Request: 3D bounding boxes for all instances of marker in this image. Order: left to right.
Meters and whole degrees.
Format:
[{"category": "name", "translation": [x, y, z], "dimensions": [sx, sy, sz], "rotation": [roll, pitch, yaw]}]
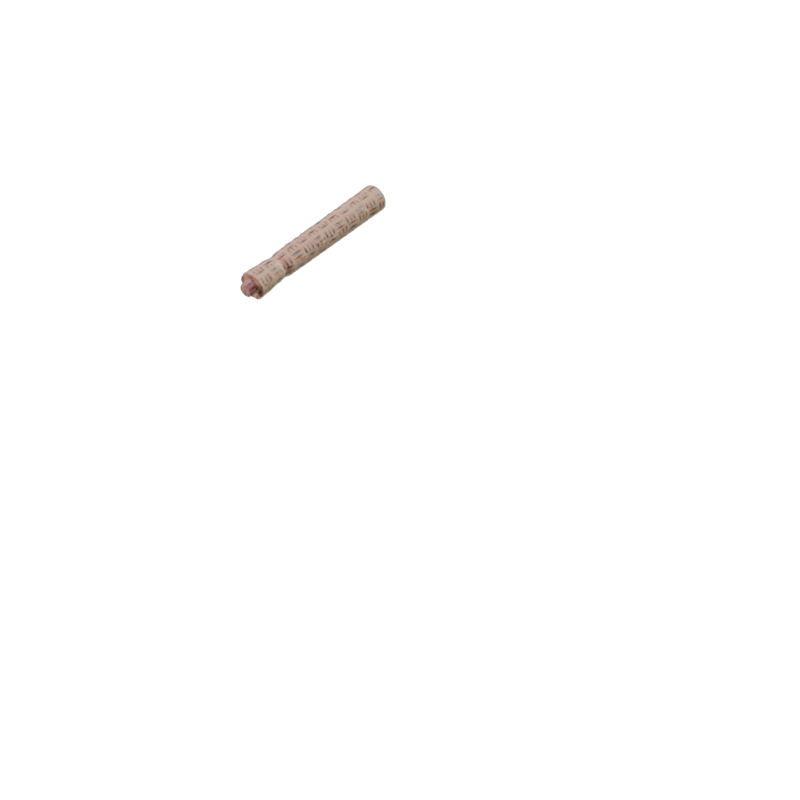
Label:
[{"category": "marker", "translation": [-0.055, -0.100, 0.701], "dimensions": [0.021, 0.019, 0.122], "rotation": [4, 37, 48]}]
